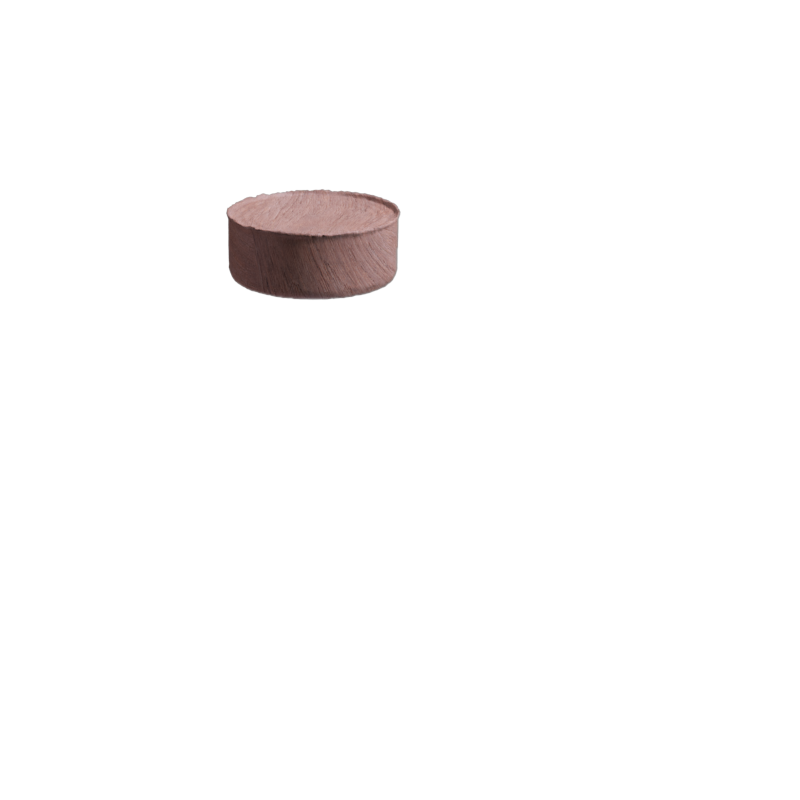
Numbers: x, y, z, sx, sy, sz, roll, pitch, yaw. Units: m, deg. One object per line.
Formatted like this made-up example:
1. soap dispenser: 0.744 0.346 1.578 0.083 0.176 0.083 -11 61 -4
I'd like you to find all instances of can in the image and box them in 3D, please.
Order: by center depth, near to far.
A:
1. can: -0.043 -0.079 0.551 0.086 0.032 0.090 -1 23 -2
